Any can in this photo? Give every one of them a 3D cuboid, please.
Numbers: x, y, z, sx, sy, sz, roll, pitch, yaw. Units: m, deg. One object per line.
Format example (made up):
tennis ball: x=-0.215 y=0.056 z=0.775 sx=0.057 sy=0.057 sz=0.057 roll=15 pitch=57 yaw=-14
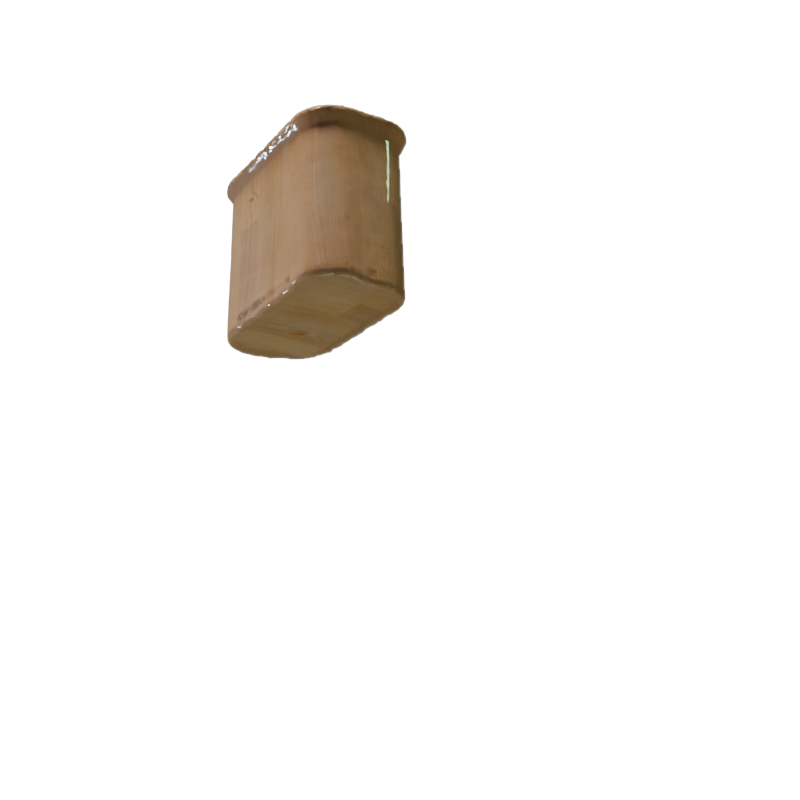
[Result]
can: x=-0.040 y=-0.074 z=0.515 sx=0.055 sy=0.089 sz=0.101 roll=14 pitch=-27 yaw=-30
